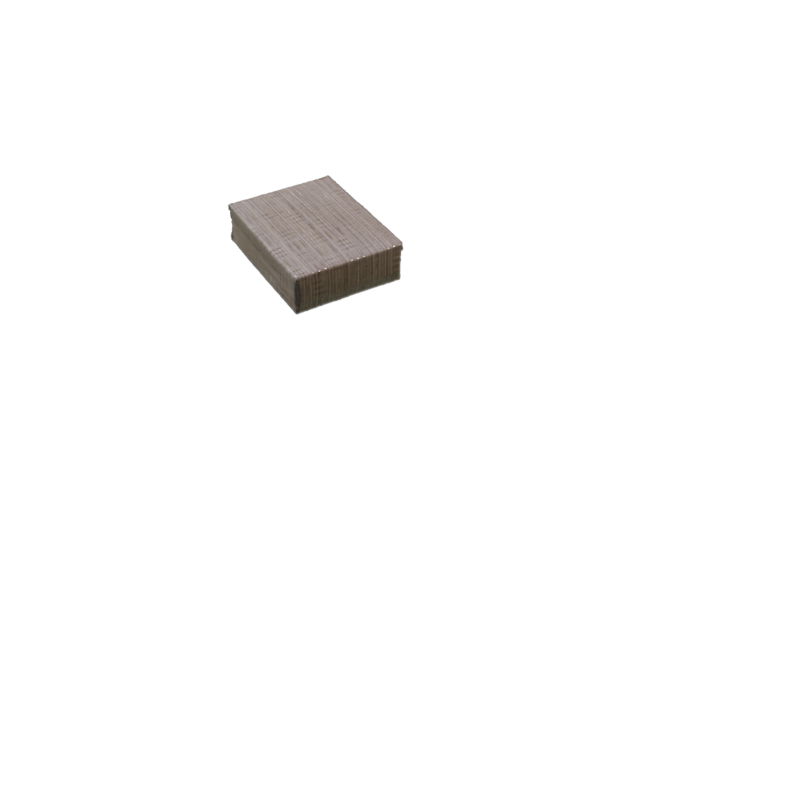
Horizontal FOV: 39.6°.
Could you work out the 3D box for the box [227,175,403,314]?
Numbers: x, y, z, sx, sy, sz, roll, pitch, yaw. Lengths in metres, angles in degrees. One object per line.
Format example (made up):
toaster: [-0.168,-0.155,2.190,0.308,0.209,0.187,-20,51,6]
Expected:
box: [-0.065,-0.119,0.830,0.089,0.036,0.123,-20,42,-24]
